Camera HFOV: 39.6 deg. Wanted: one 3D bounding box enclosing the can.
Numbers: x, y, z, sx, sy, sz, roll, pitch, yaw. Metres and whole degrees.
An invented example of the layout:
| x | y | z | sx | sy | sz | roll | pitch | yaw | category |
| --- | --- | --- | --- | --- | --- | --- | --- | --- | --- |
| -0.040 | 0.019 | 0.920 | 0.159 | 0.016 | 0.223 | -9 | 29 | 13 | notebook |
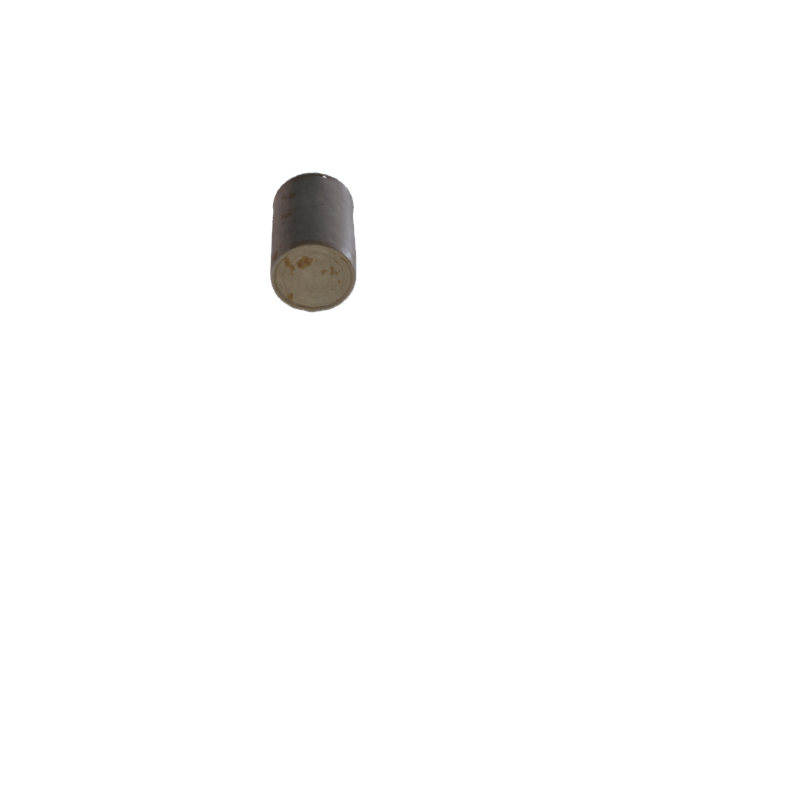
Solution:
| x | y | z | sx | sy | sz | roll | pitch | yaw | category |
| --- | --- | --- | --- | --- | --- | --- | --- | --- | --- |
| -0.069 | -0.126 | 0.886 | 0.068 | 0.064 | 0.110 | -1 | 40 | -3 | can |
